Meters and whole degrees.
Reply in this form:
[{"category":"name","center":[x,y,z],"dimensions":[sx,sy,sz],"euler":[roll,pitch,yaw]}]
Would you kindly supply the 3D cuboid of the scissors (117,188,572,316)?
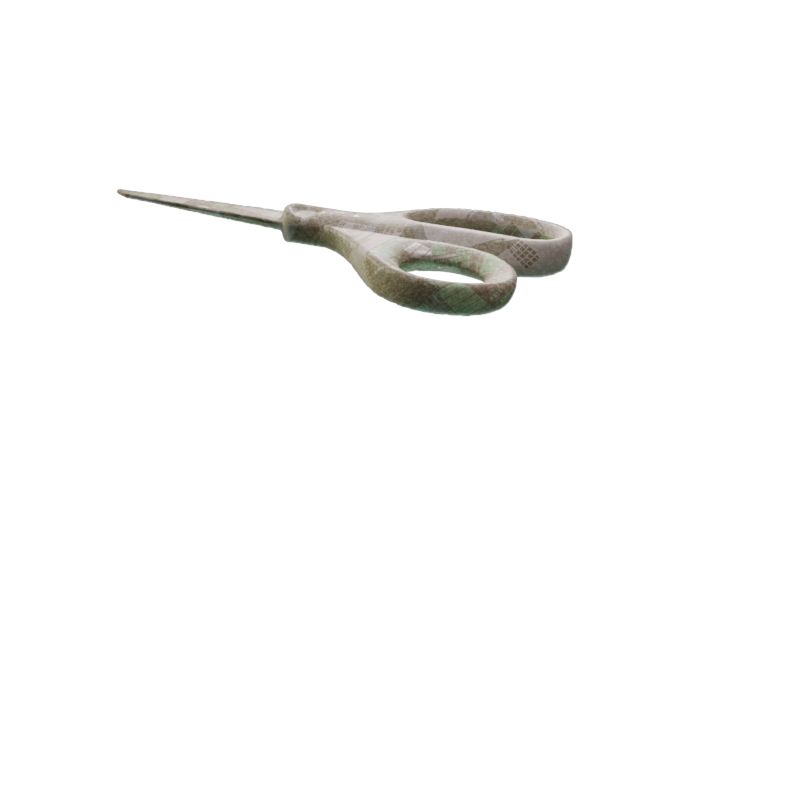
[{"category":"scissors","center":[-0.035,-0.063,0.443],"dimensions":[0.205,0.015,0.100],"euler":[5,27,11]}]
